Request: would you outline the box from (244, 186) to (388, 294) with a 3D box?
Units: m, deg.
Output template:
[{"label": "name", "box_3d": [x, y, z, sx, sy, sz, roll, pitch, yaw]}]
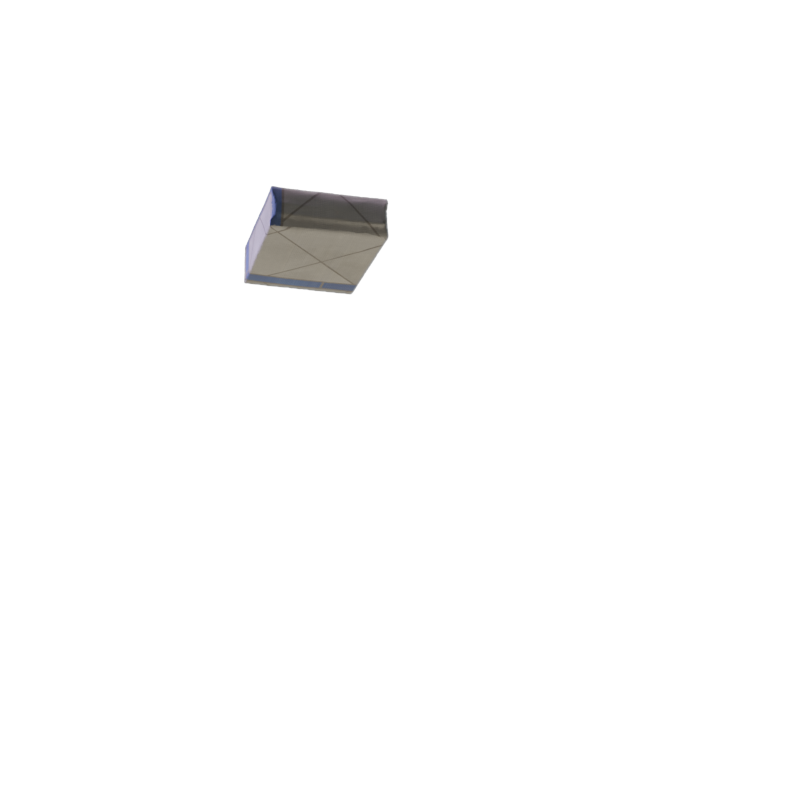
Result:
[{"label": "box", "box_3d": [-0.054, -0.098, 0.689, 0.072, 0.032, 0.086, 5, -21, -15]}]
